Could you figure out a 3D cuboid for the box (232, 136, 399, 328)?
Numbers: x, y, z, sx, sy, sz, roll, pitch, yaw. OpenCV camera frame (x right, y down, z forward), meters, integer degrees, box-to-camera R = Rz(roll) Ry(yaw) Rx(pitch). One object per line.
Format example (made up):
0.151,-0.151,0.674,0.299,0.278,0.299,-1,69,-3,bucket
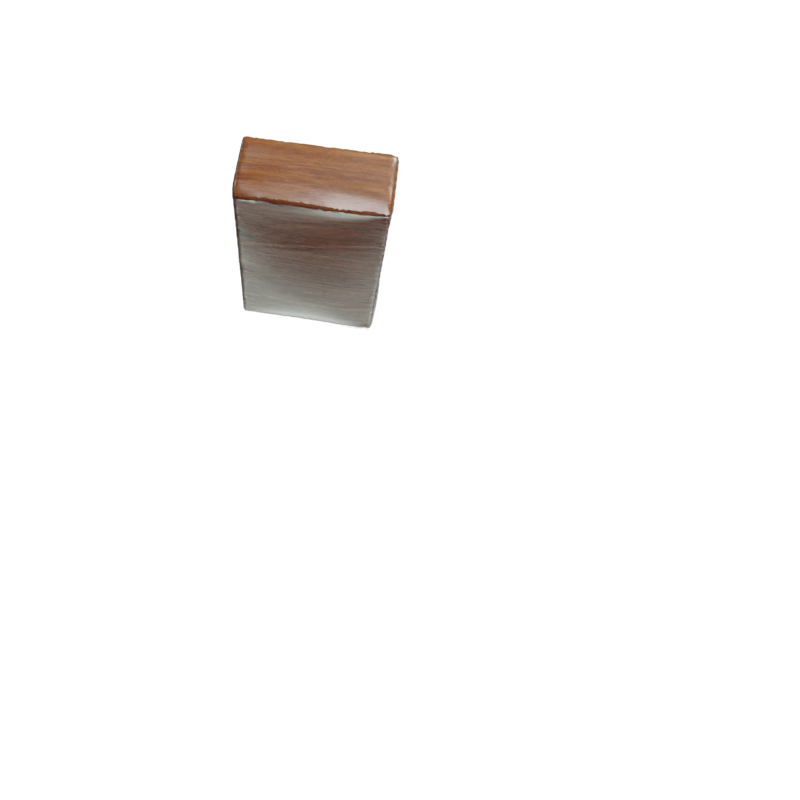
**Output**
-0.055,-0.100,0.700,0.093,0.050,0.169,8,-17,-1,box
